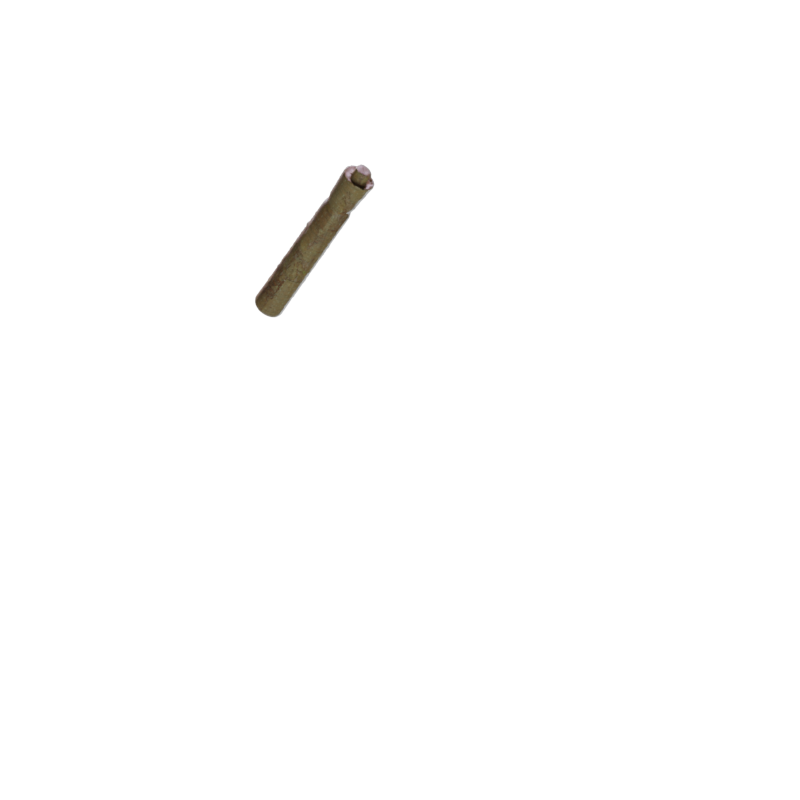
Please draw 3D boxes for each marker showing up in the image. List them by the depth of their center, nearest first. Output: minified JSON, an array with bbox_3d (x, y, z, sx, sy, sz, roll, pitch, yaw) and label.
[{"bbox_3d":[-0.050,-0.091,0.637,0.019,0.021,0.117,-2,-34,-40],"label":"marker"}]
